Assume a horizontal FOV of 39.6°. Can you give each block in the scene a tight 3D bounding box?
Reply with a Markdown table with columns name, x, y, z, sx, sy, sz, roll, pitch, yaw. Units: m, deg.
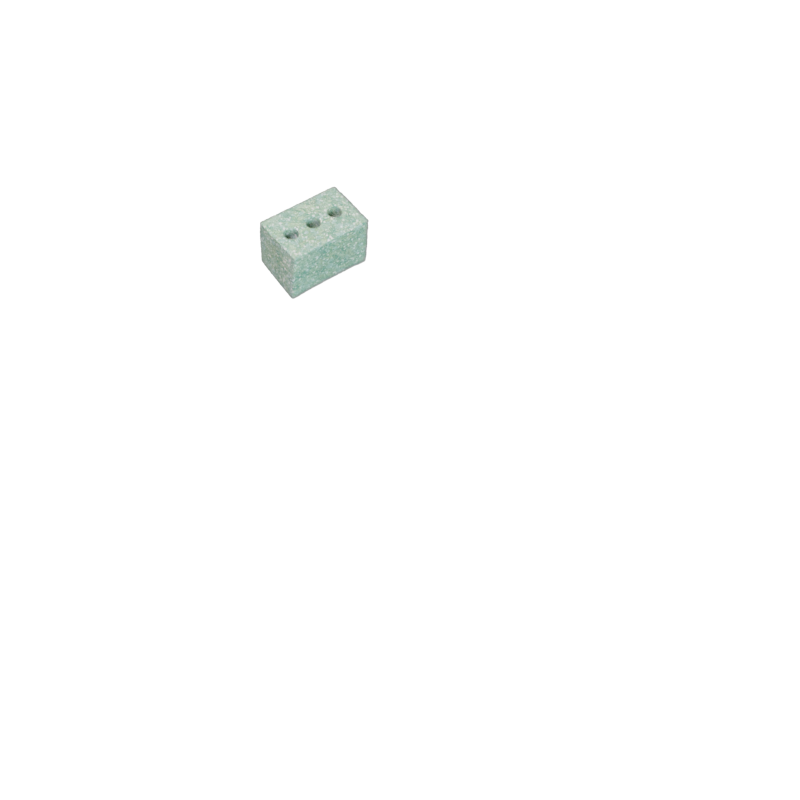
| name | x | y | z | sx | sy | sz | roll | pitch | yaw |
| --- | --- | --- | --- | --- | --- | --- | --- | --- | --- |
| block | -0.074 | -0.134 | 0.940 | 0.078 | 0.056 | 0.048 | -30 | -31 | -22 |
